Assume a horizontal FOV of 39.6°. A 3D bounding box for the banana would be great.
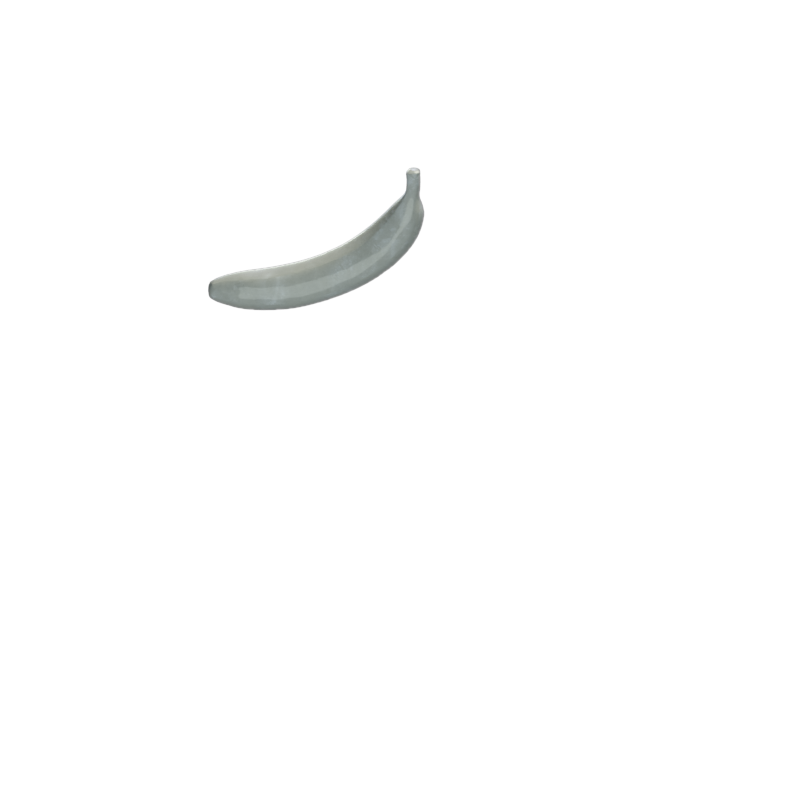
[{"bbox_3d":[-0.056,-0.114,0.887,0.197,0.066,0.039,-29,22,11],"label":"banana"}]
